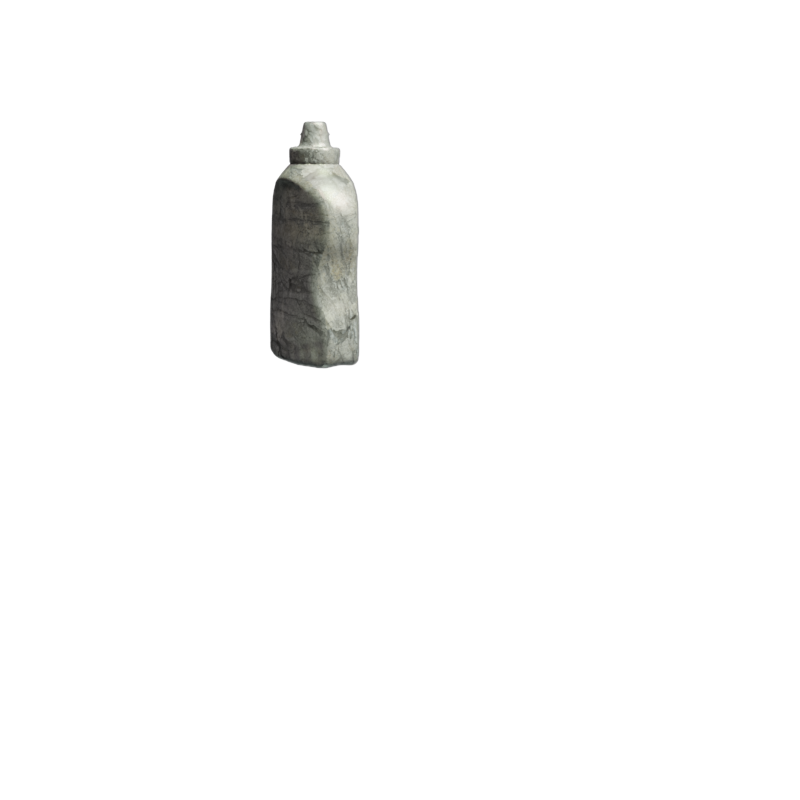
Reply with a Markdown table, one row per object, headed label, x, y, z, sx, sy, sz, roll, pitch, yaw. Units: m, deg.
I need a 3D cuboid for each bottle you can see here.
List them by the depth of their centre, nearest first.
| label | x | y | z | sx | sy | sz | roll | pitch | yaw |
| --- | --- | --- | --- | --- | --- | --- | --- | --- | --- |
| bottle | -0.069 | -0.127 | 0.891 | 0.057 | 0.189 | 0.100 | -3 | 7 | -30 |
